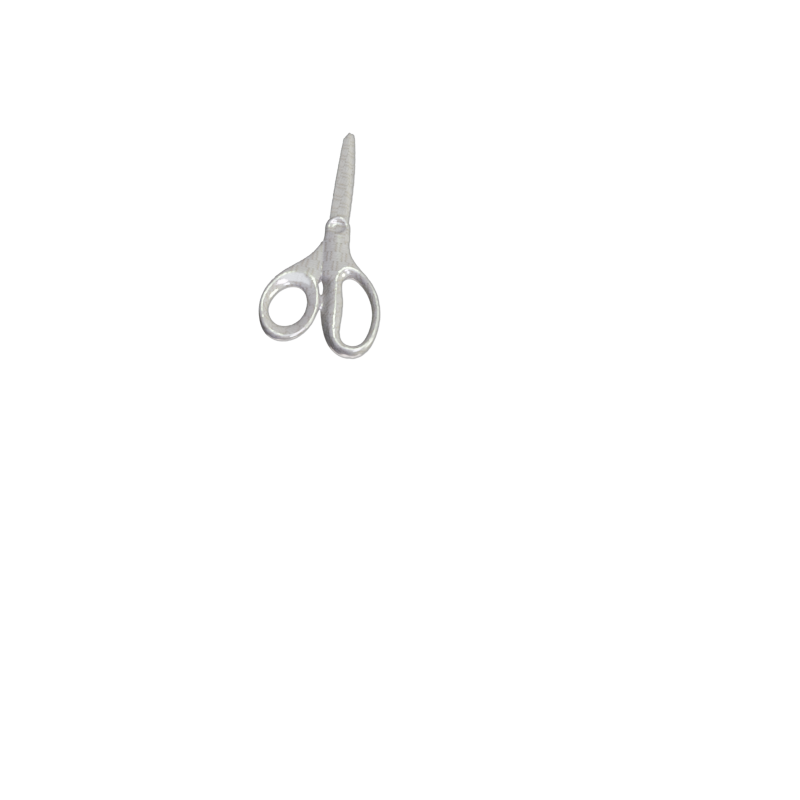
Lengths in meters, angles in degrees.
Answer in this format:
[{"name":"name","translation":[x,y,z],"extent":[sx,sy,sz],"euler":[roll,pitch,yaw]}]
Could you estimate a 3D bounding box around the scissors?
[{"name":"scissors","translation":[-0.065,-0.119,0.832],"extent":[0.096,0.217,0.015],"euler":[-8,-32,-5]}]
